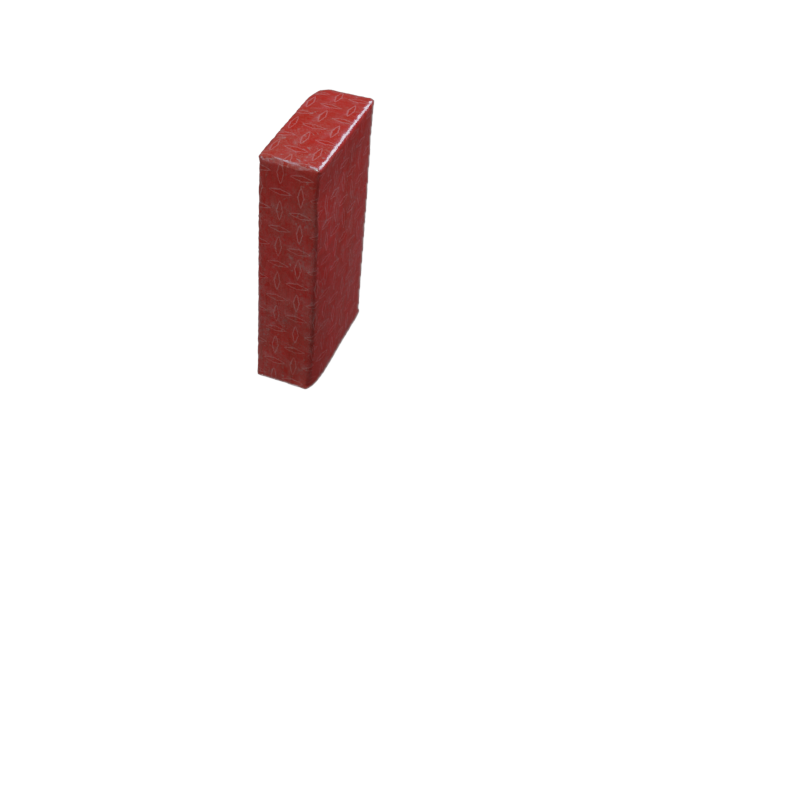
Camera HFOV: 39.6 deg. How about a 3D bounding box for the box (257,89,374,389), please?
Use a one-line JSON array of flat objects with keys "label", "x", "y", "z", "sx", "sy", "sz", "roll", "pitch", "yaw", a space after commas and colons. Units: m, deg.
[{"label": "box", "x": -0.056, "y": -0.102, "z": 0.714, "sx": 0.049, "sy": 0.165, "sz": 0.097, "roll": 14, "pitch": 41, "yaw": 13}]
